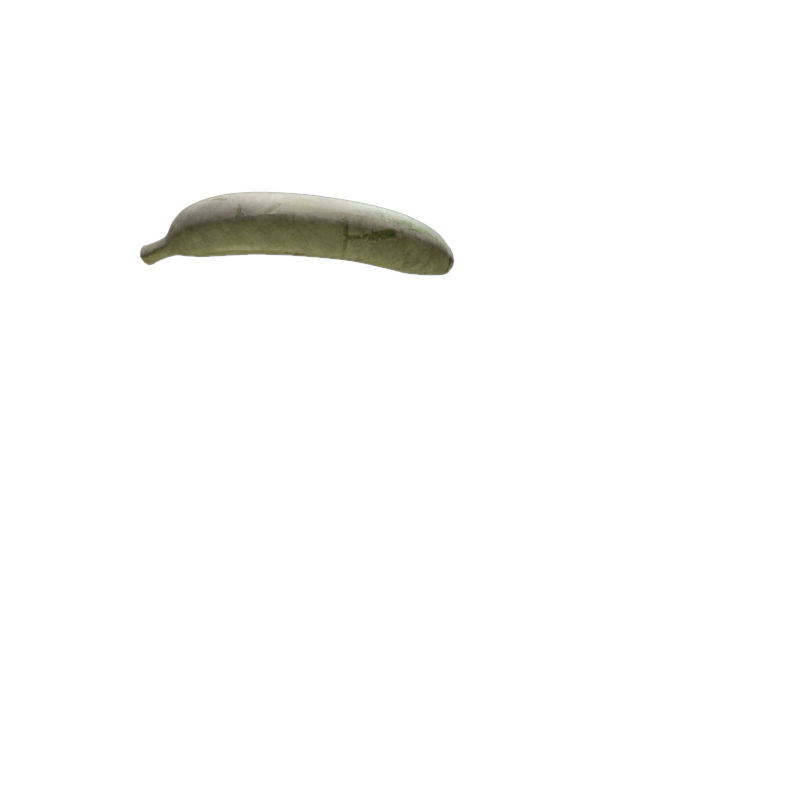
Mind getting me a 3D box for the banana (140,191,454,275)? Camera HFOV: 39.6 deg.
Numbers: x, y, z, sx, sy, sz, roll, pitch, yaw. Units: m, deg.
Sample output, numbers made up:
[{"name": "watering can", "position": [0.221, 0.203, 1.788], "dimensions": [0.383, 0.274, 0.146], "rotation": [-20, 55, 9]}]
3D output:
[{"name": "banana", "position": [-0.049, -0.097, 0.652], "dimensions": [0.193, 0.038, 0.070], "rotation": [2, -7, -18]}]
